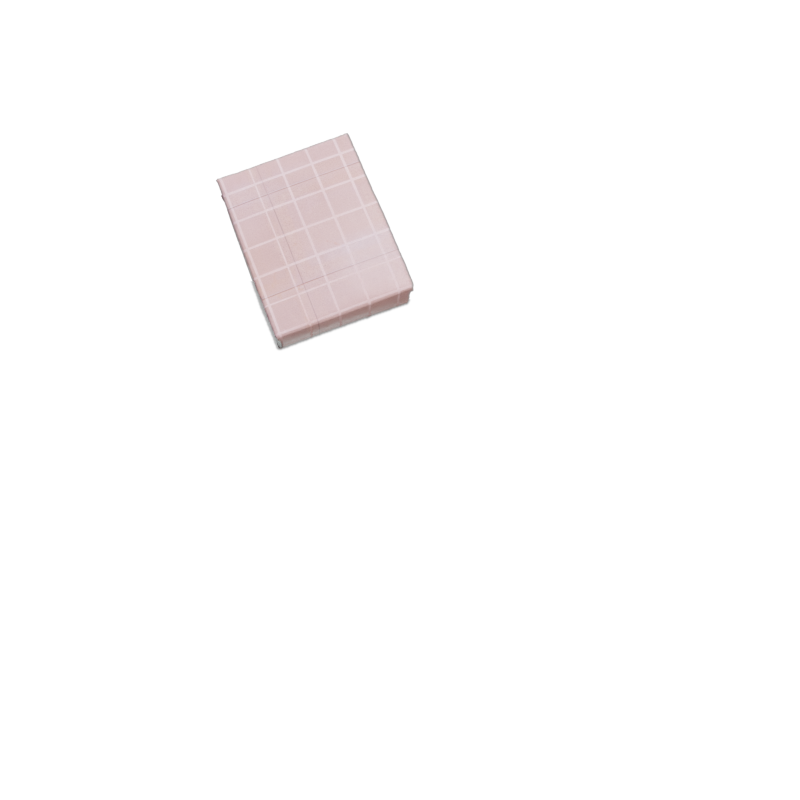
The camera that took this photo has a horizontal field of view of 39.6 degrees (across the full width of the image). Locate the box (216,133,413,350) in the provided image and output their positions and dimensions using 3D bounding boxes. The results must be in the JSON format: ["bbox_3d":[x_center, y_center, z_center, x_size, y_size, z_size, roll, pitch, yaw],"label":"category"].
[{"bbox_3d":[-0.054,-0.099,0.694,0.089,0.119,0.037,-21,-18,-8],"label":"box"}]
